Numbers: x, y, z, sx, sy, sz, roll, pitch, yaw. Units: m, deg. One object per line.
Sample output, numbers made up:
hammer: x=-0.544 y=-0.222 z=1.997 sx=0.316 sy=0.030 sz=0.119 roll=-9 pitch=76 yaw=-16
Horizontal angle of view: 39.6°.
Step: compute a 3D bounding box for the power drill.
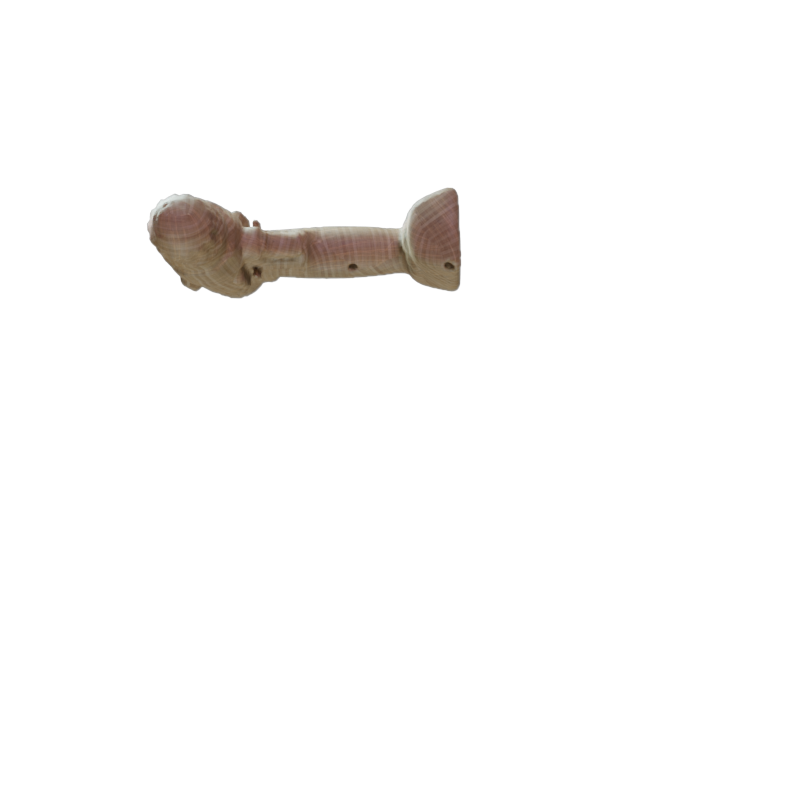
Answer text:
power drill: x=-0.056 y=-0.101 z=0.710 sx=0.189 sy=0.058 sz=0.181 roll=0 pitch=-1 yaw=6
